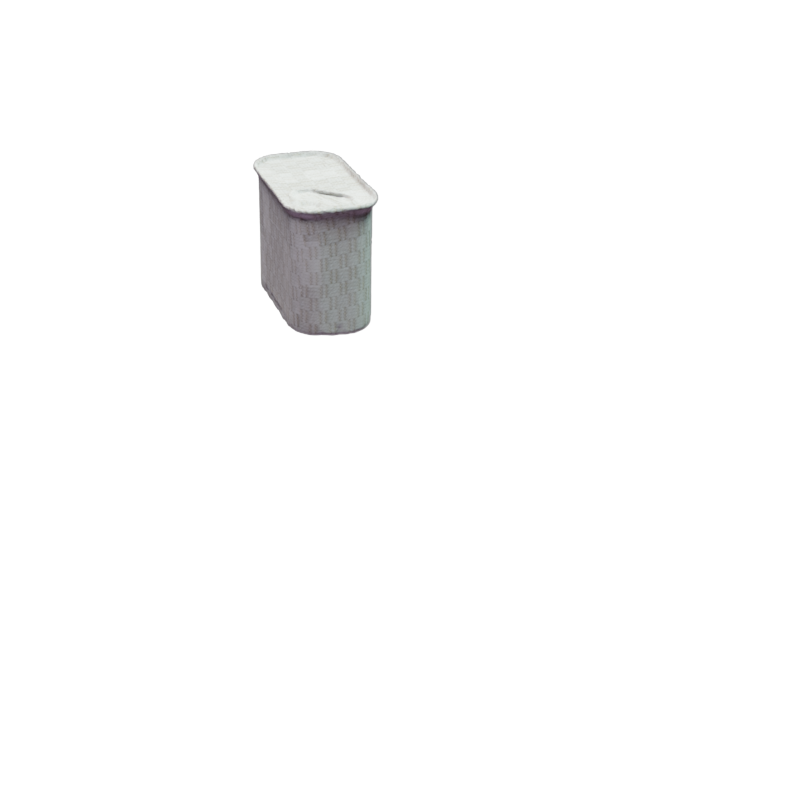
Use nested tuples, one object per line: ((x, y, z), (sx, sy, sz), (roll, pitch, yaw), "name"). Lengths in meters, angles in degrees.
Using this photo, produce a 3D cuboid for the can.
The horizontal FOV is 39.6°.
((-0.053, -0.097, 0.682), (0.056, 0.079, 0.109), (-8, 29, -18), "can")
